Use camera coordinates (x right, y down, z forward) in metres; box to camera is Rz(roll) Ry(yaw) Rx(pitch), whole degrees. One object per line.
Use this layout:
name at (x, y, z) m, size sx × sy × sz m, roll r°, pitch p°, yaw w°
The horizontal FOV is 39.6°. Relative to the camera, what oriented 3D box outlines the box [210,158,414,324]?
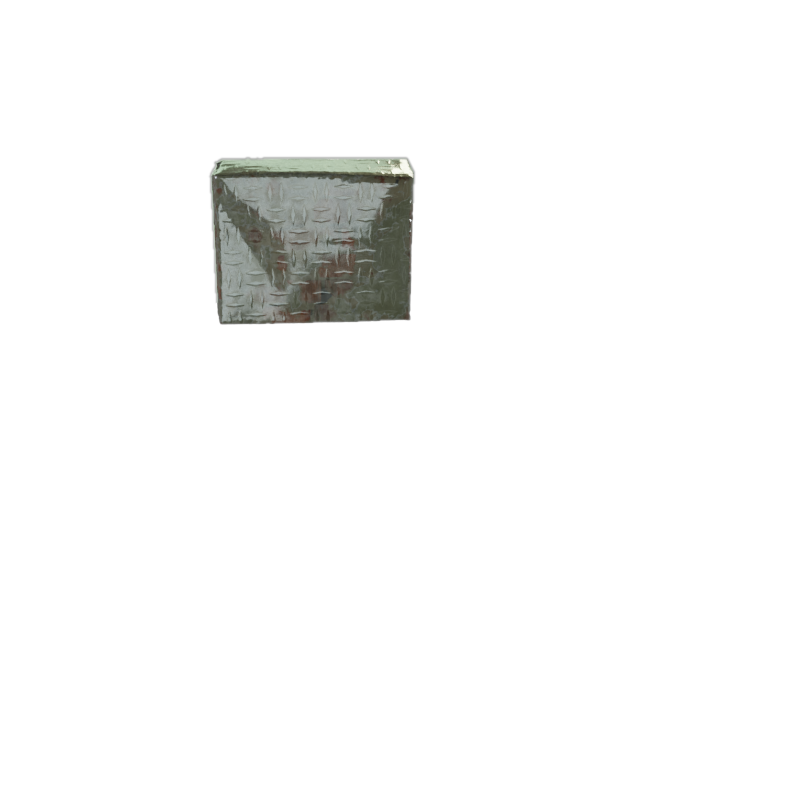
box at (-0.050, -0.091, 0.633) m, size 0.113 × 0.086 × 0.041 m, roll 0°, pitch 20°, yaw -1°
